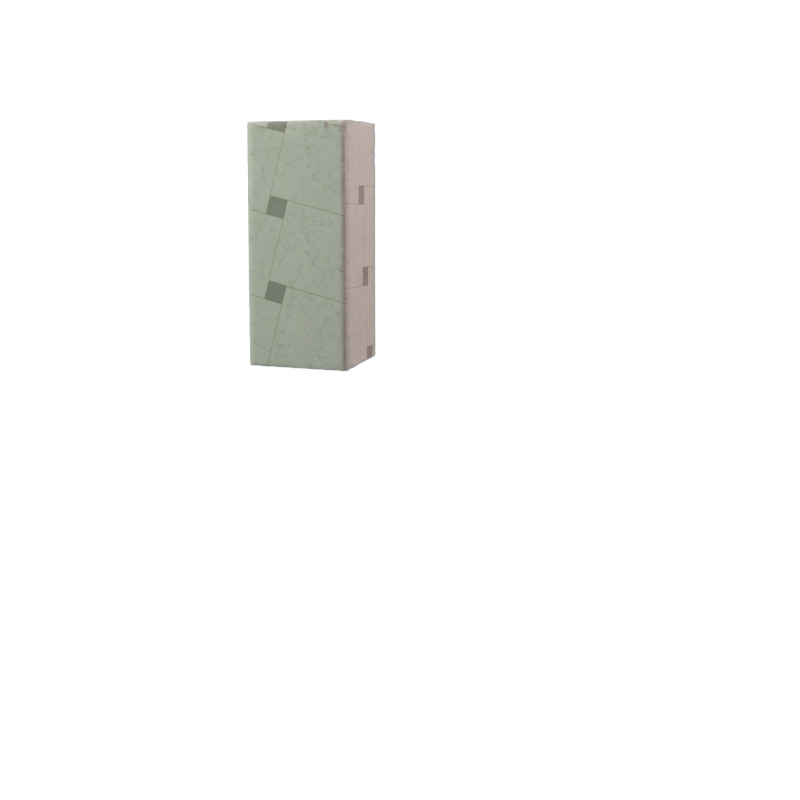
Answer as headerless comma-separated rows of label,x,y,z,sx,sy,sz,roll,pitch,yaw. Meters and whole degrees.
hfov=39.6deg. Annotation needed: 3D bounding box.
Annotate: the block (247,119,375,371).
block,-0.075,-0.137,0.958,0.093,0.204,0.089,2,5,17
